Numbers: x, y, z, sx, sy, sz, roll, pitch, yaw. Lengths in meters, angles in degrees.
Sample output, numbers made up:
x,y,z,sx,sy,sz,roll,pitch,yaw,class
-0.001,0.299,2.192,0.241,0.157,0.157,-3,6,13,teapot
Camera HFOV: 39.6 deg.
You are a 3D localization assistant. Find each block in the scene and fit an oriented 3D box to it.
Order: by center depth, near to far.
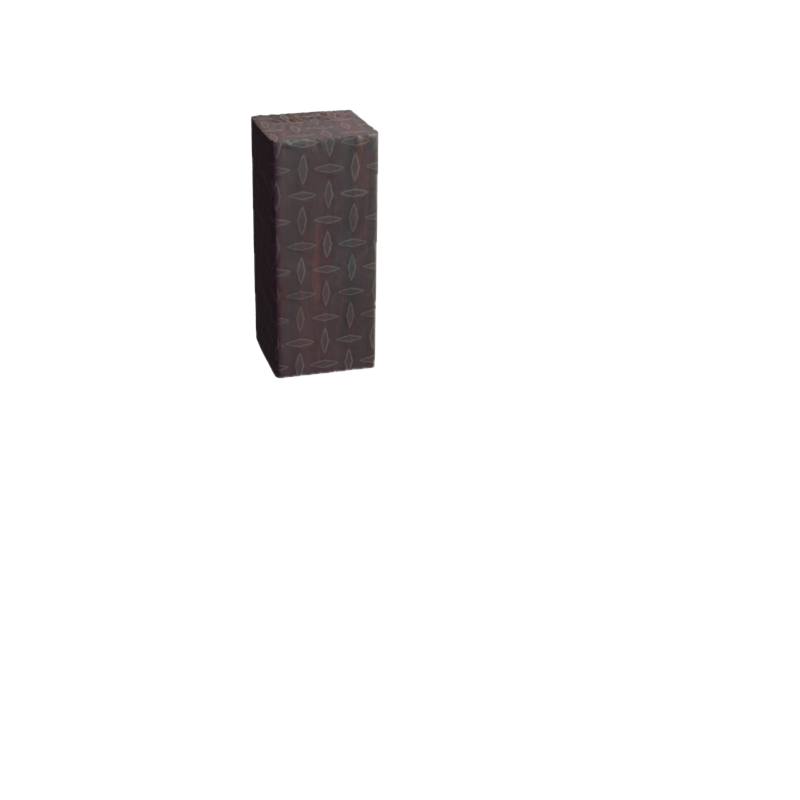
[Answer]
x,y,z,sx,sy,sz,roll,pitch,yaw,class
-0.074,-0.134,0.942,0.089,0.197,0.096,-5,23,-15,block
